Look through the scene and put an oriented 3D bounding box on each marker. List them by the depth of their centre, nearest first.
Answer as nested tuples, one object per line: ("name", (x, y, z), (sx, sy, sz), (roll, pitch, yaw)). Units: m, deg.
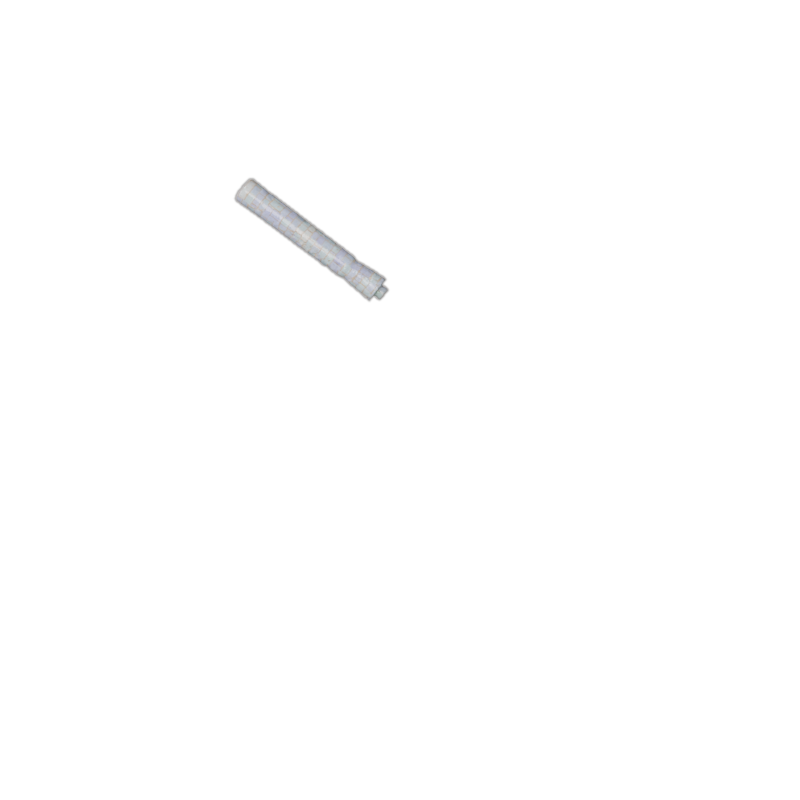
("marker", (-0.059, -0.108, 0.756), (0.123, 0.020, 0.020), (37, 7, 6))
